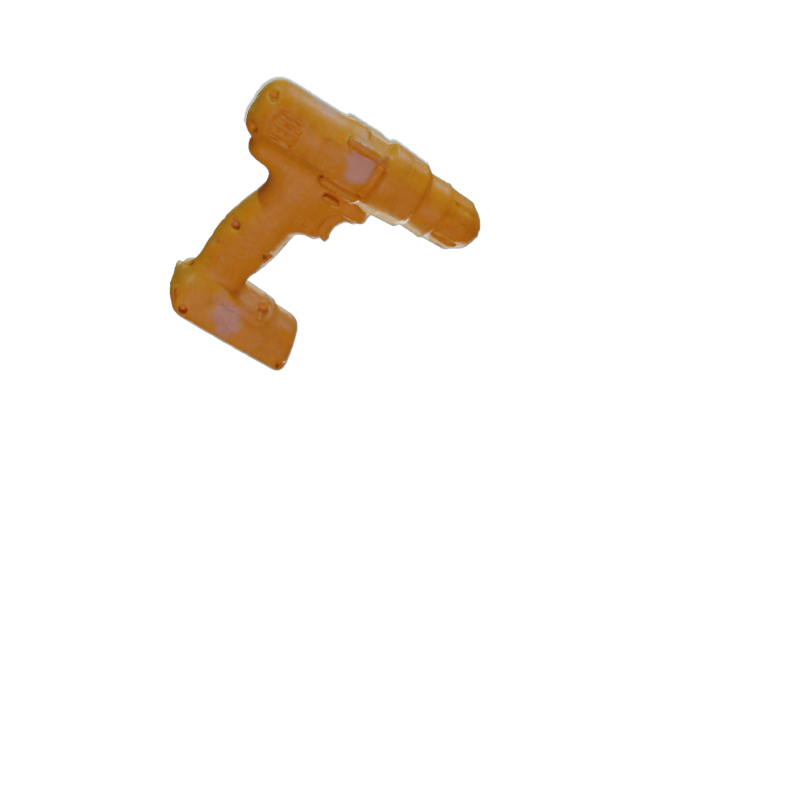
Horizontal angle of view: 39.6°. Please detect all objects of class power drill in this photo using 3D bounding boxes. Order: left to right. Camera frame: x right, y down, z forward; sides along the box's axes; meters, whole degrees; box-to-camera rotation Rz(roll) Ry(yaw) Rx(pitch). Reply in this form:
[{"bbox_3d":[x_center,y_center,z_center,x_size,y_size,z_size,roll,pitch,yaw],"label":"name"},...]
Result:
[{"bbox_3d":[-0.062,-0.112,0.787,0.178,0.184,0.061,32,22,-15],"label":"power drill"}]
